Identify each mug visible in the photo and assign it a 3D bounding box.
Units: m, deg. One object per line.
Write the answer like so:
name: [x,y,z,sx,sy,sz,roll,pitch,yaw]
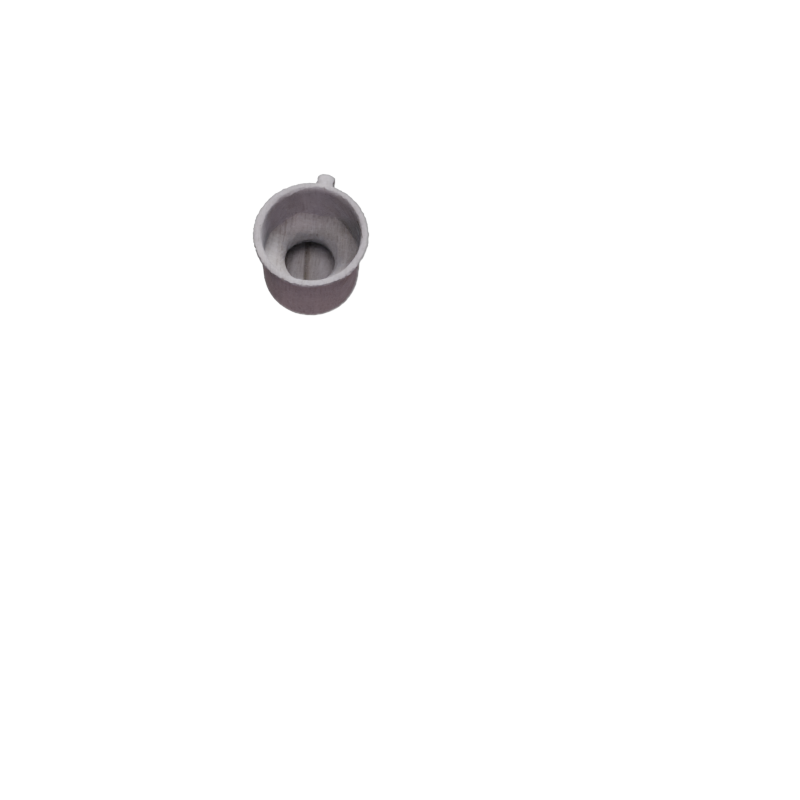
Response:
mug: [-0.073,-0.132,0.928,0.094,0.123,0.077,8,-23,1]
